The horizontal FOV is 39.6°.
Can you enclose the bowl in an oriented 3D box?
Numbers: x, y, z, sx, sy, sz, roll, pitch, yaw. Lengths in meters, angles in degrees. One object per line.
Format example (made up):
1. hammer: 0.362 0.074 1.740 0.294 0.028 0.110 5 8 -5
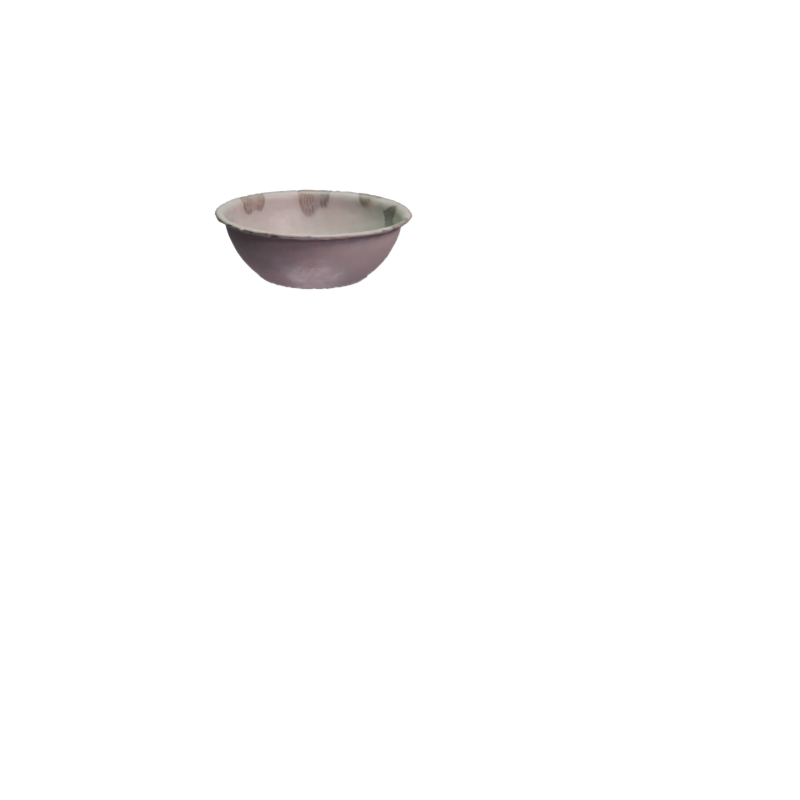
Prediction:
1. bowl: -0.072 -0.131 0.917 0.162 0.053 0.169 -1 22 -2
